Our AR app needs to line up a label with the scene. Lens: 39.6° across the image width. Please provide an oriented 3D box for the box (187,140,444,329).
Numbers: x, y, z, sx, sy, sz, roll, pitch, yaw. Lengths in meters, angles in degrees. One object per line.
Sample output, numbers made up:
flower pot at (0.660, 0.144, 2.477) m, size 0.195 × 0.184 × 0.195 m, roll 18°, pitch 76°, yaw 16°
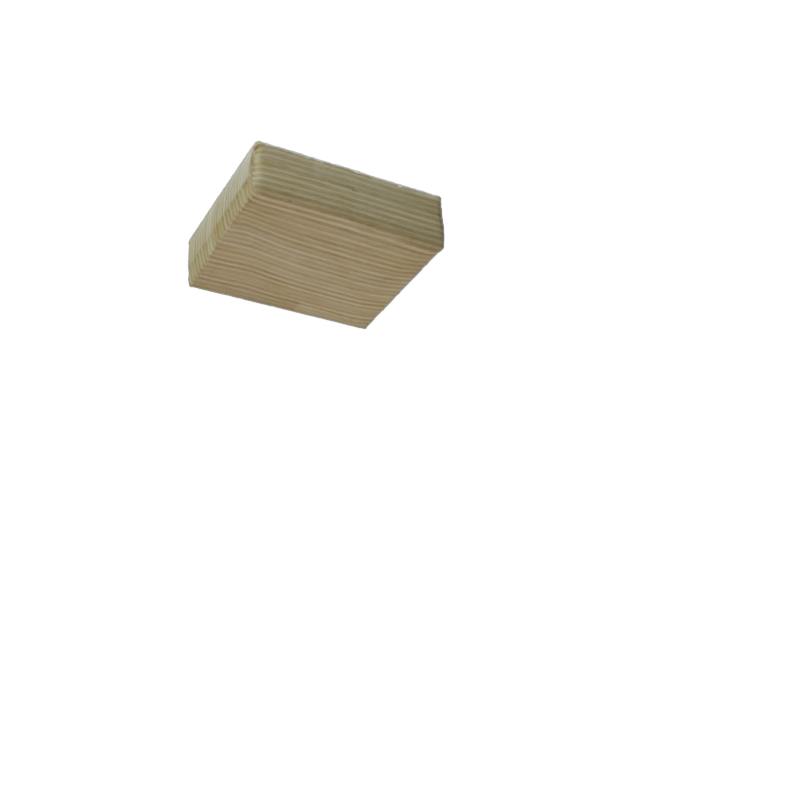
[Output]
box at (-0.046, -0.085, 0.593) m, size 0.109 × 0.042 × 0.088 m, roll 16°, pitch -36°, yaw -24°
